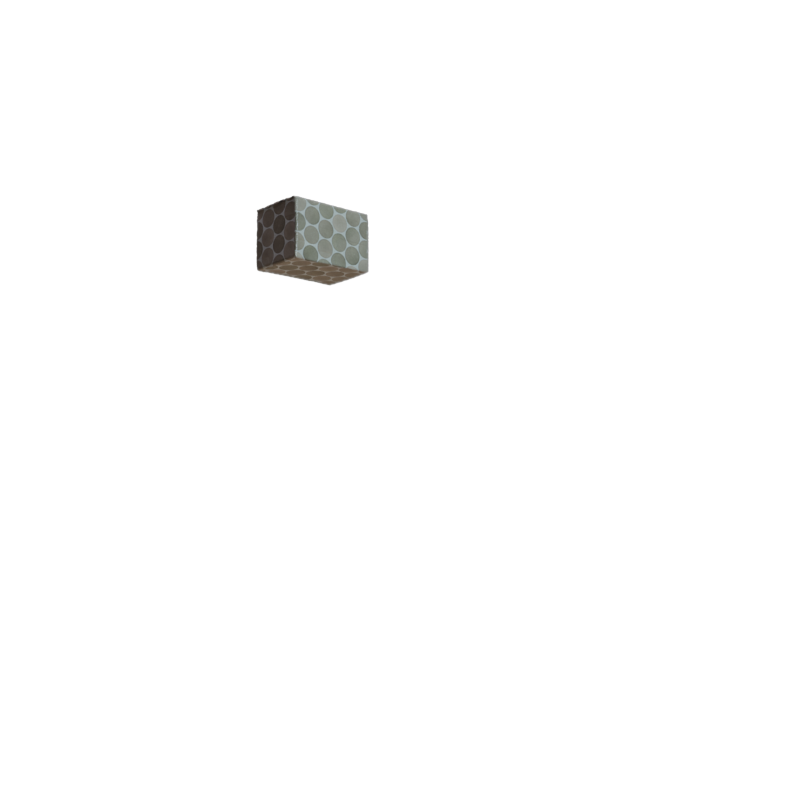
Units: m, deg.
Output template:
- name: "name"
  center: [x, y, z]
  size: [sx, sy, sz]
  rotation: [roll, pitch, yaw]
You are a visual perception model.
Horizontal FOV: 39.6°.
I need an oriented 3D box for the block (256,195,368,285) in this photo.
- name: "block"
  center: [-0.070, -0.128, 0.893]
  size: [0.074, 0.053, 0.054]
  rotation: [10, -16, -41]
